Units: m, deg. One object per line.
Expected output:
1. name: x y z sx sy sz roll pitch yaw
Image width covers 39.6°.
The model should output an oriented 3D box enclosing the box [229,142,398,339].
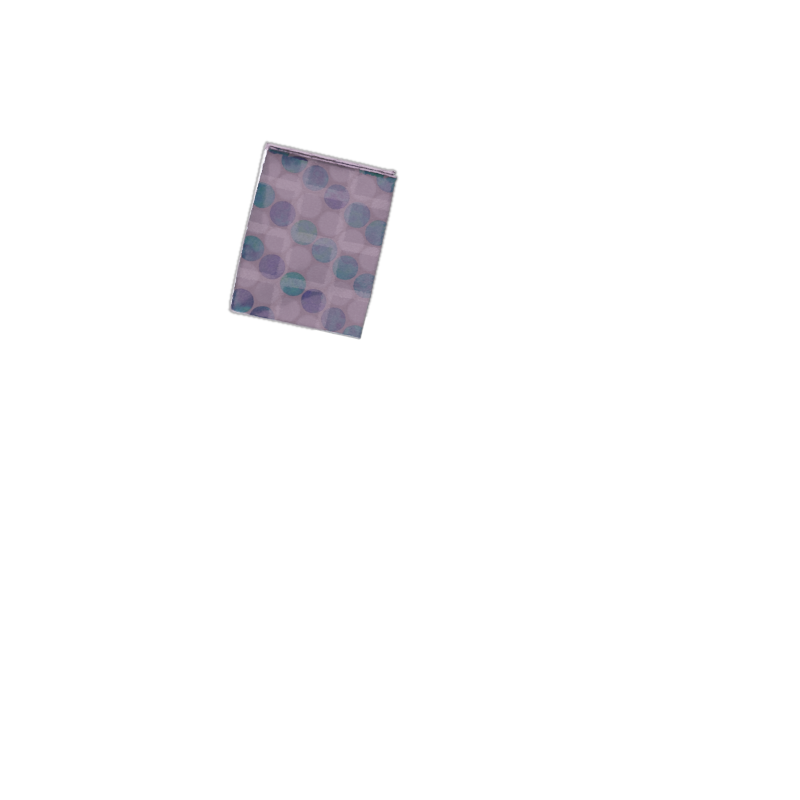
1. box: -0.057 -0.104 0.727 0.089 0.111 0.040 13 13 -4
